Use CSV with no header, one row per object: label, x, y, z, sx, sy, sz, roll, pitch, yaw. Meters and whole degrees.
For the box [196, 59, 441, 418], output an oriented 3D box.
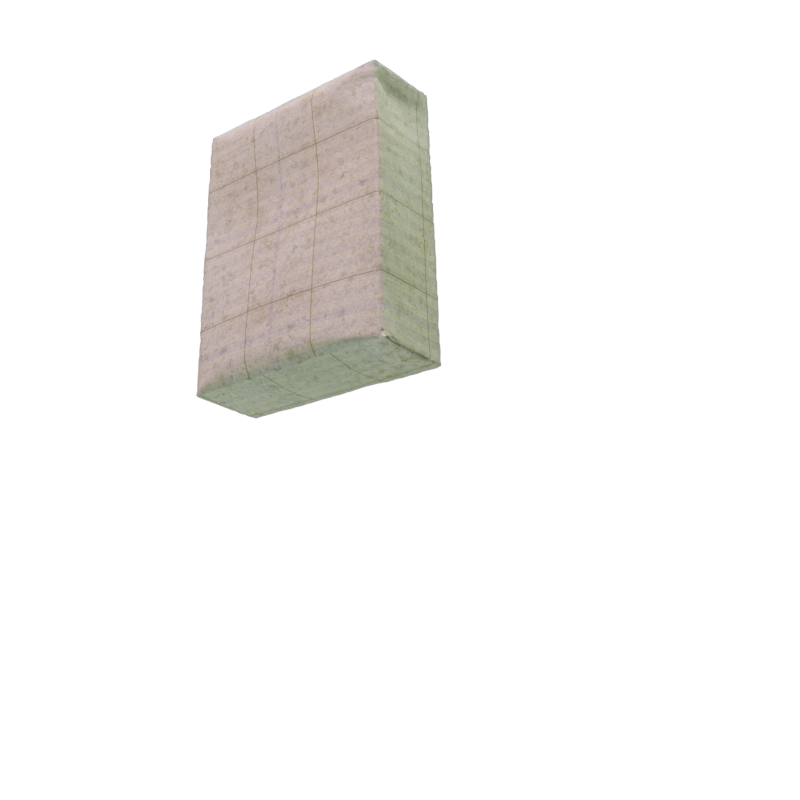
box,-0.061,-0.111,0.780,0.166,0.226,0.067,-18,-30,33
